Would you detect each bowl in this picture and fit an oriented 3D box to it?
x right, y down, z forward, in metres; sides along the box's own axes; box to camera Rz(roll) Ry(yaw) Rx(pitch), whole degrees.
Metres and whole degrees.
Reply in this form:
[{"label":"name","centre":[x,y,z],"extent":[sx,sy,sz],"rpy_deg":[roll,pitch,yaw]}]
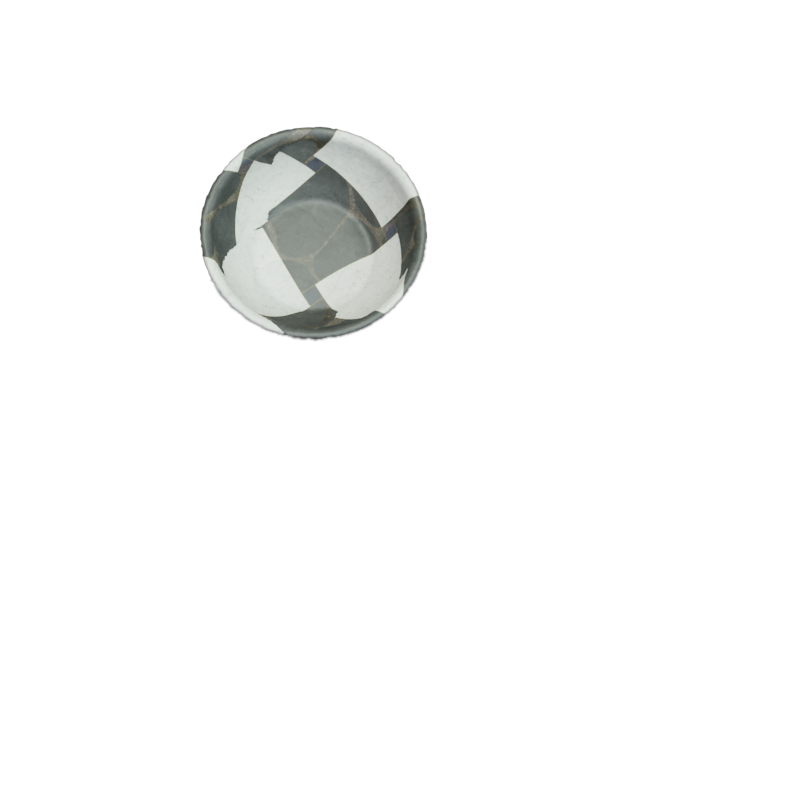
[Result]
[{"label":"bowl","centre":[-0.063,-0.116,0.810],"extent":[0.162,0.170,0.053],"rpy_deg":[-1,-19,-1]}]
